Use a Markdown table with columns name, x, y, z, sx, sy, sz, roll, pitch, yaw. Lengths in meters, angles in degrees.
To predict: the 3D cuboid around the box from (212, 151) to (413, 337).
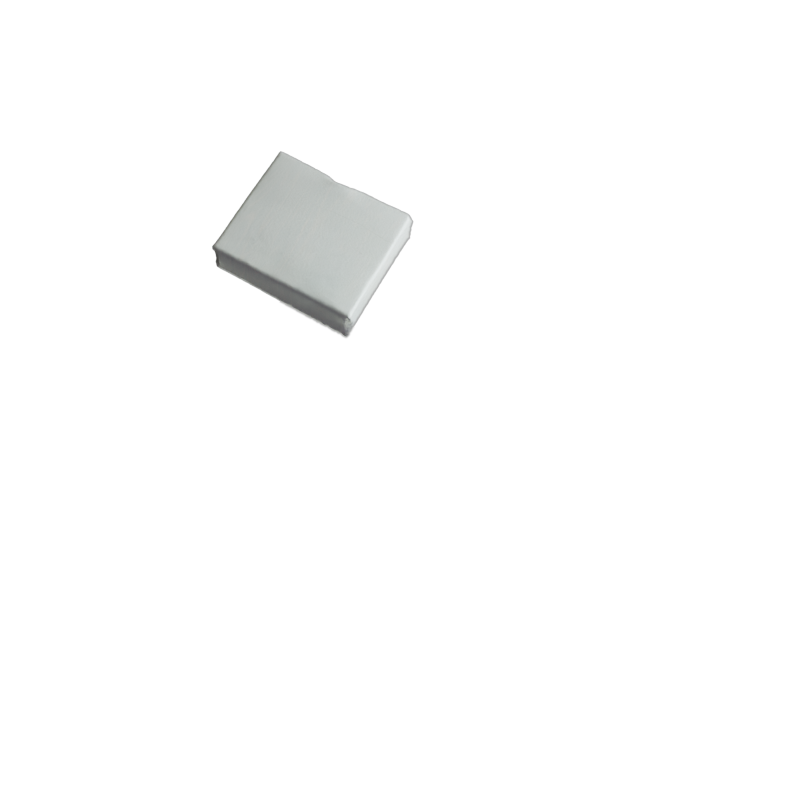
| name | x | y | z | sx | sy | sz | roll | pitch | yaw |
| --- | --- | --- | --- | --- | --- | --- | --- | --- | --- |
| box | -0.049 | -0.089 | 0.624 | 0.092 | 0.075 | 0.028 | 28 | -22 | 12 |
